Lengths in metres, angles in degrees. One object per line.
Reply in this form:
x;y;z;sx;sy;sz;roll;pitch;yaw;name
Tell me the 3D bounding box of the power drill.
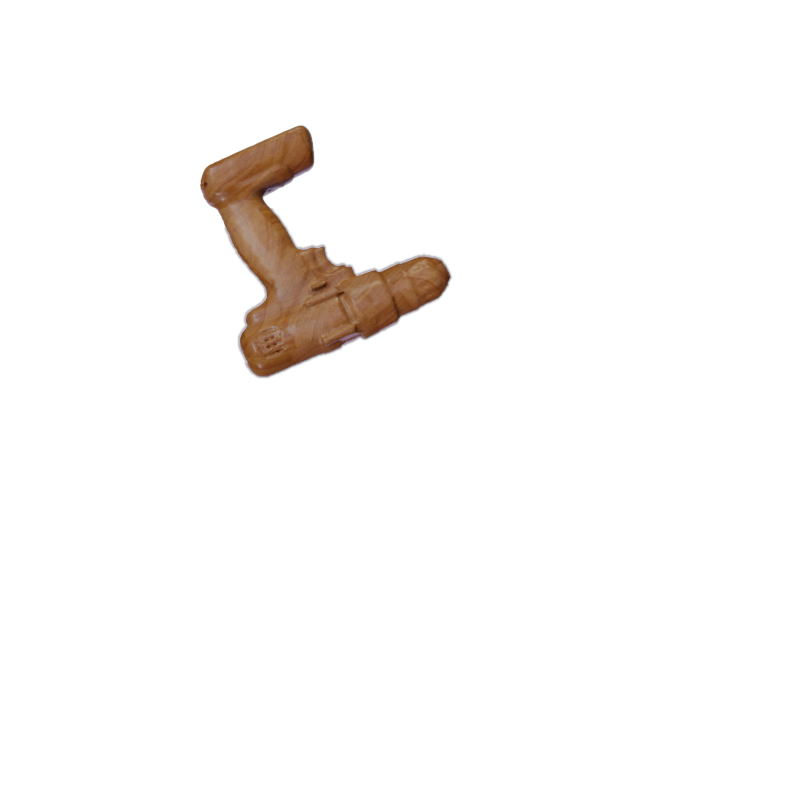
-0.073;-0.133;0.934;0.184;0.195;0.055;-24;-14;-7;power drill
